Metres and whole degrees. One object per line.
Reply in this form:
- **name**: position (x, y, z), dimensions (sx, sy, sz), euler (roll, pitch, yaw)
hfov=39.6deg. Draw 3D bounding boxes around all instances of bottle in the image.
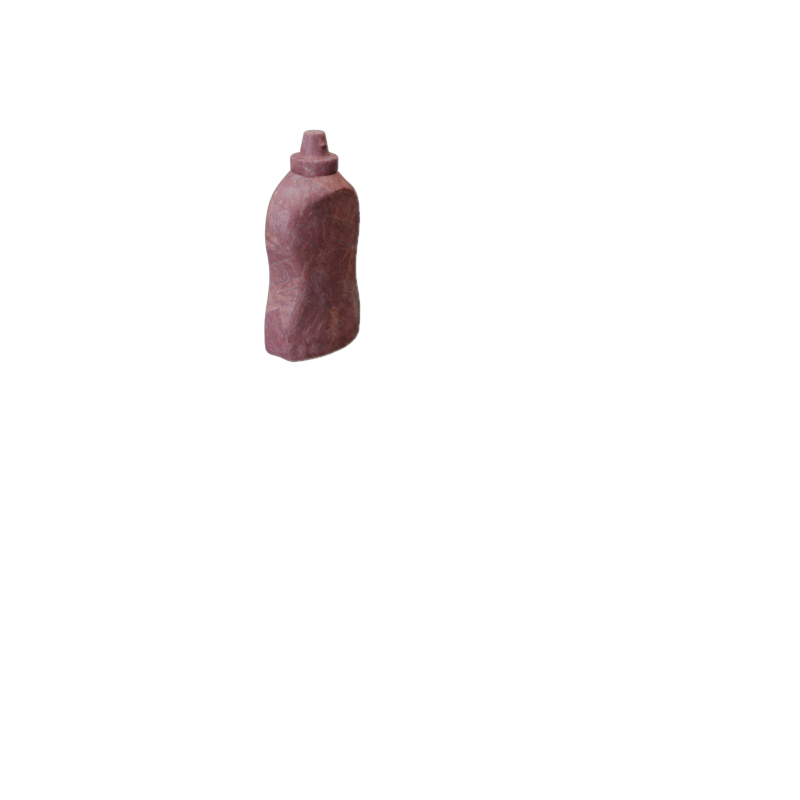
- **bottle**: position (-0.074, -0.135, 0.948), dimensions (0.062, 0.184, 0.094), euler (16, 24, 39)
